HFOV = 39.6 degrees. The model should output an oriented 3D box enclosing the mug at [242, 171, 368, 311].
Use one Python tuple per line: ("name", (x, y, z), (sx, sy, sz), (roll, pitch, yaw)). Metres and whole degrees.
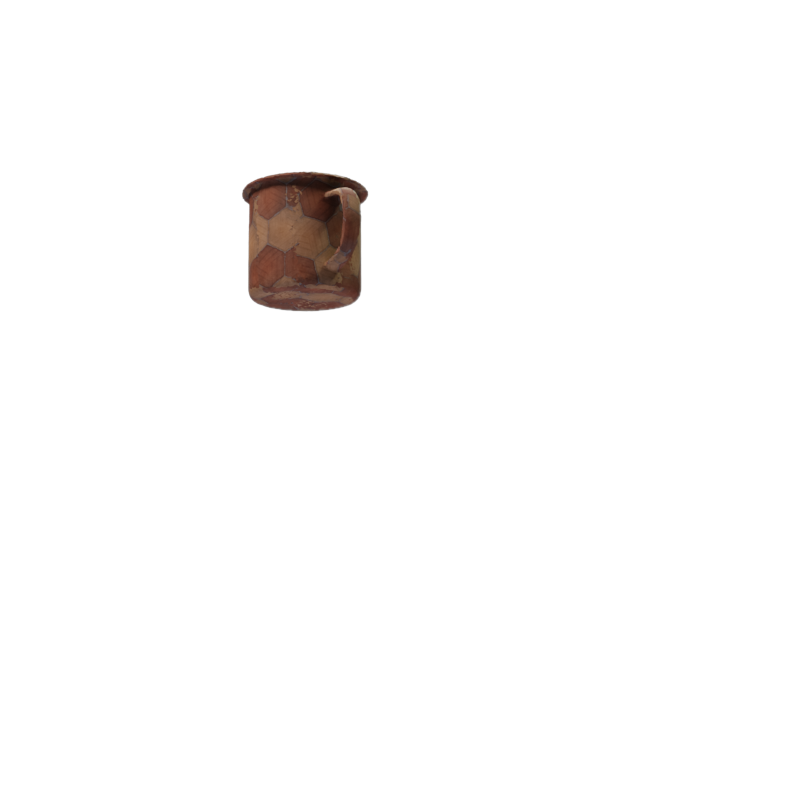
("mug", (-0.062, -0.114, 0.795), (0.089, 0.084, 0.118), (8, -14, -33))
